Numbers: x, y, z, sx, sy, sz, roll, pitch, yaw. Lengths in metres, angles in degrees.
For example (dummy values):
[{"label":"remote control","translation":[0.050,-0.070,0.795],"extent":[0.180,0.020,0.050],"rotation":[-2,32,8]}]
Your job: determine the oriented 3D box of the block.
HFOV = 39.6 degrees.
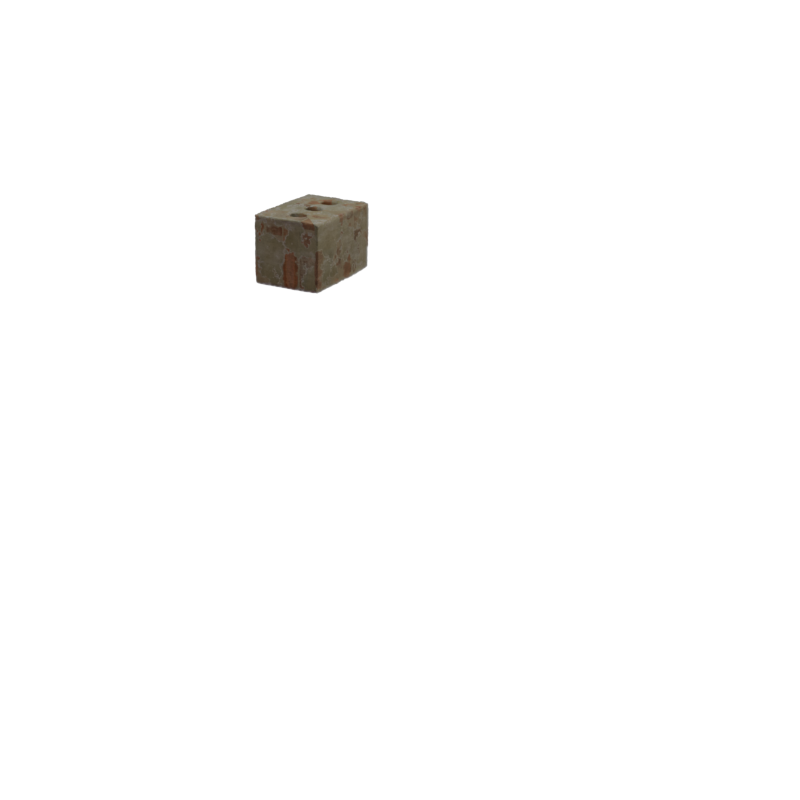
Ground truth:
[{"label":"block","translation":[-0.063,-0.114,0.800],"extent":[0.055,0.049,0.078],"rotation":[10,23,25]}]
